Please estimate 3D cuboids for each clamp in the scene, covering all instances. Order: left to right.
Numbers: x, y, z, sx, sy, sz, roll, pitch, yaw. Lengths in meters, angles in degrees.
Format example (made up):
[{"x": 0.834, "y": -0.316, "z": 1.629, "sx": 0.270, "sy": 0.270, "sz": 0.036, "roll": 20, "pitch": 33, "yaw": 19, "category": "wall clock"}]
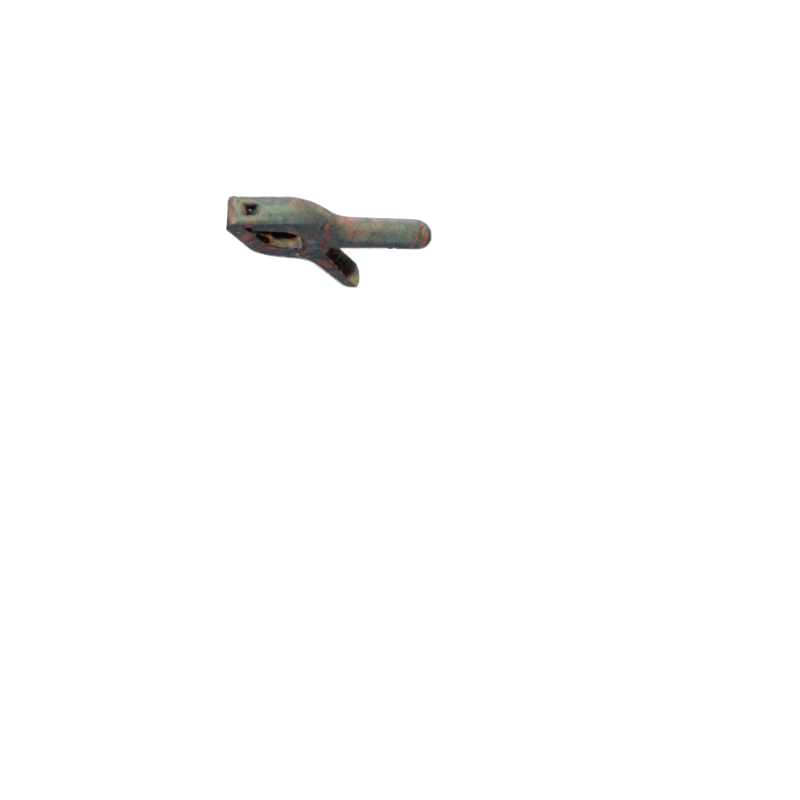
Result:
[{"x": -0.074, "y": -0.134, "z": 0.939, "sx": 0.165, "sy": 0.042, "sz": 0.117, "roll": 11, "pitch": -28, "yaw": -22, "category": "clamp"}]
